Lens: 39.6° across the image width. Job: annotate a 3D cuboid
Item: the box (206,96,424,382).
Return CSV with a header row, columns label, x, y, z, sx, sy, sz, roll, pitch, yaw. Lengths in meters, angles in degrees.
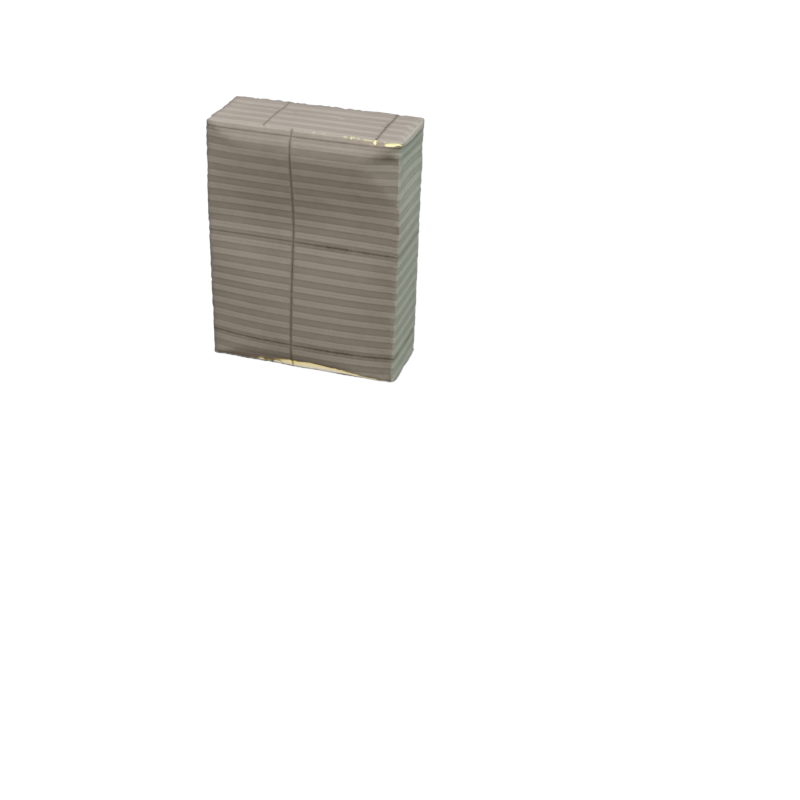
label,x,y,z,sx,sy,sz,roll,pitch,yaw
box,-0.071,-0.130,0.908,0.169,0.202,0.074,11,29,16
